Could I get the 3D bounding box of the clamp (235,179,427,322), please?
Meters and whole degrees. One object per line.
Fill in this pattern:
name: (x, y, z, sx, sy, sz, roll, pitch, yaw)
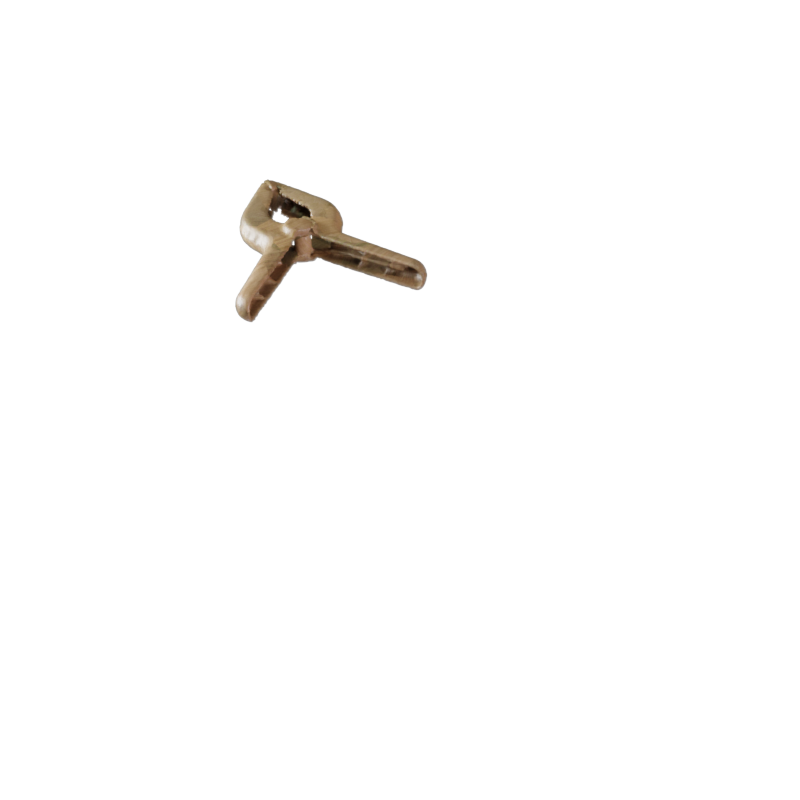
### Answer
clamp: (-0.077, -0.141, 0.989, 0.163, 0.034, 0.226, -8, 36, -11)
